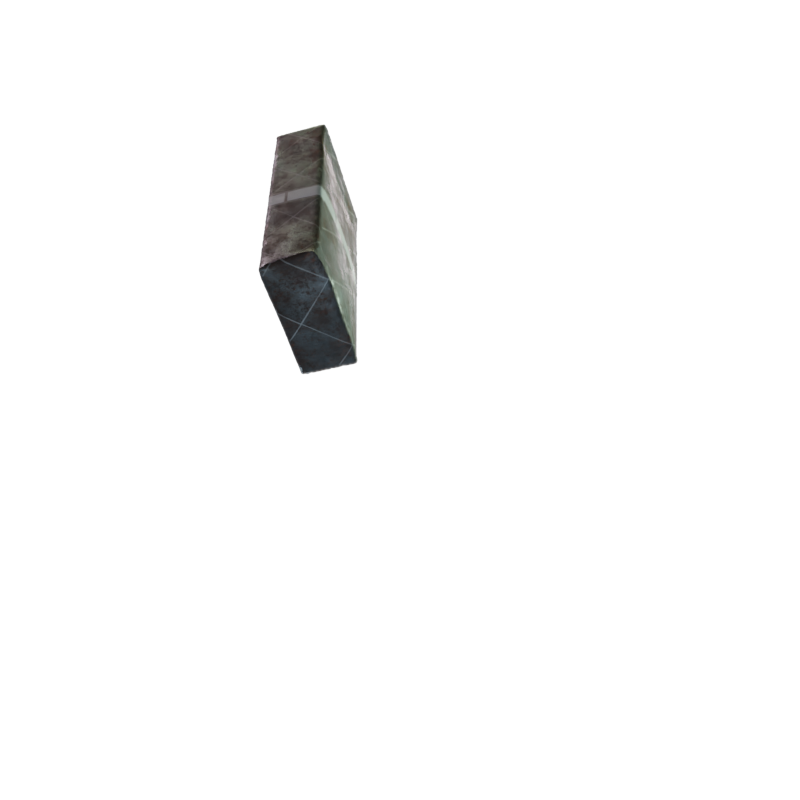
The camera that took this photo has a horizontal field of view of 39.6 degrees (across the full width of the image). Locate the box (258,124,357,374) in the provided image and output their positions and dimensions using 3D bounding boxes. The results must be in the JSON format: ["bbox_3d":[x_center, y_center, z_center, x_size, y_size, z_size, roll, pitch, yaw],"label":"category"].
[{"bbox_3d":[-0.061,-0.111,0.782,0.048,0.087,0.189,-14,37,7],"label":"box"}]
